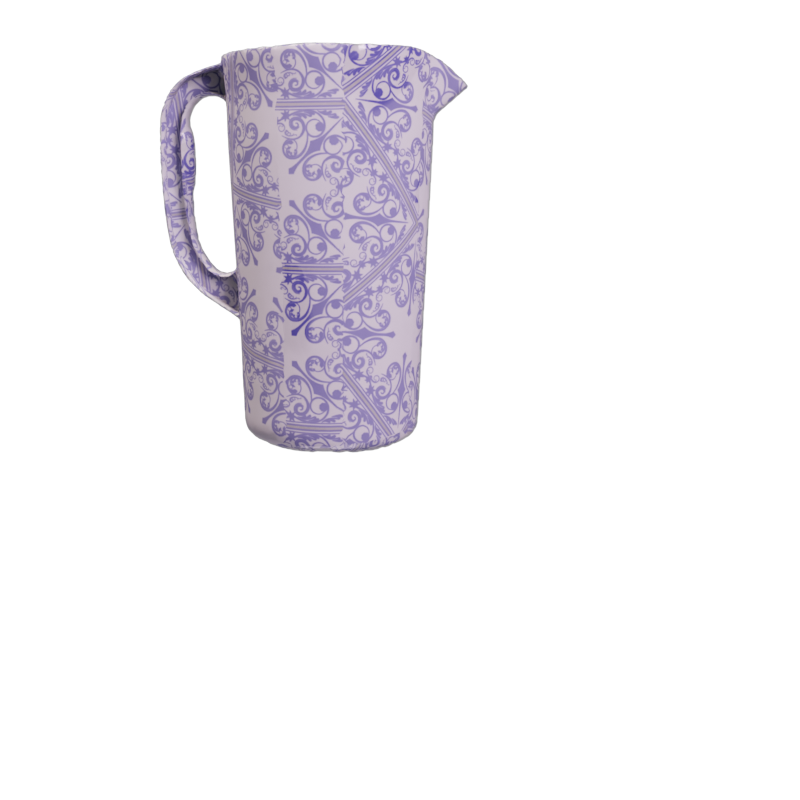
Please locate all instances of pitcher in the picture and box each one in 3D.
[{"bbox_3d":[-0.054,-0.098,0.687,0.140,0.240,0.156,-5,8,-41],"label":"pitcher"}]
